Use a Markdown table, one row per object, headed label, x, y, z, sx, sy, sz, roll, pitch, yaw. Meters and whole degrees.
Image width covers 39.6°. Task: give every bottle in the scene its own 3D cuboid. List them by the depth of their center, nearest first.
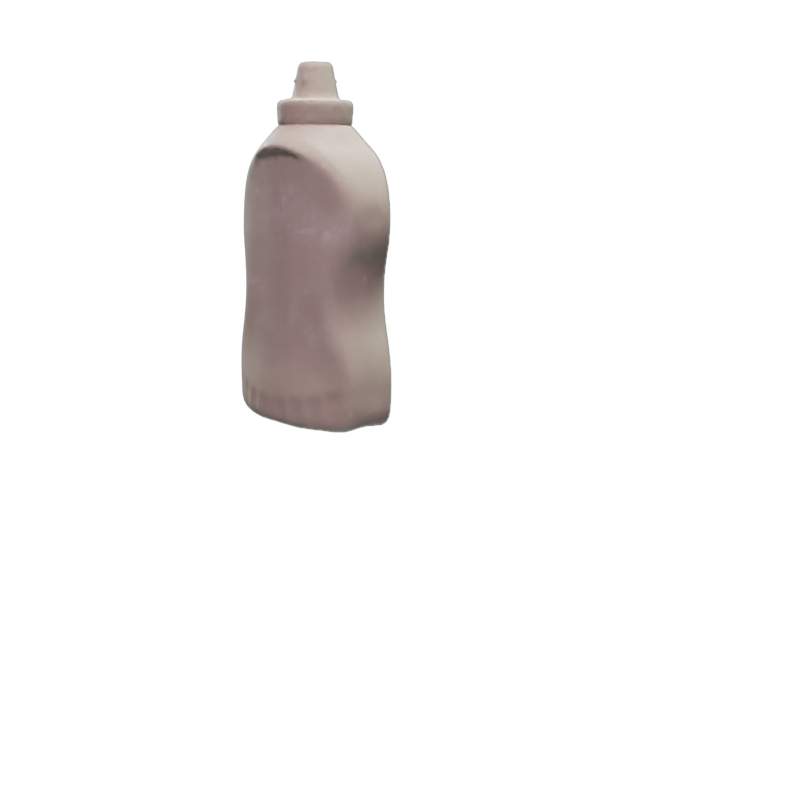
| label | x | y | z | sx | sy | sz | roll | pitch | yaw |
| --- | --- | --- | --- | --- | --- | --- | --- | --- | --- |
| bottle | -0.046 | -0.085 | 0.599 | 0.056 | 0.189 | 0.100 | -4 | 7 | -39 |
